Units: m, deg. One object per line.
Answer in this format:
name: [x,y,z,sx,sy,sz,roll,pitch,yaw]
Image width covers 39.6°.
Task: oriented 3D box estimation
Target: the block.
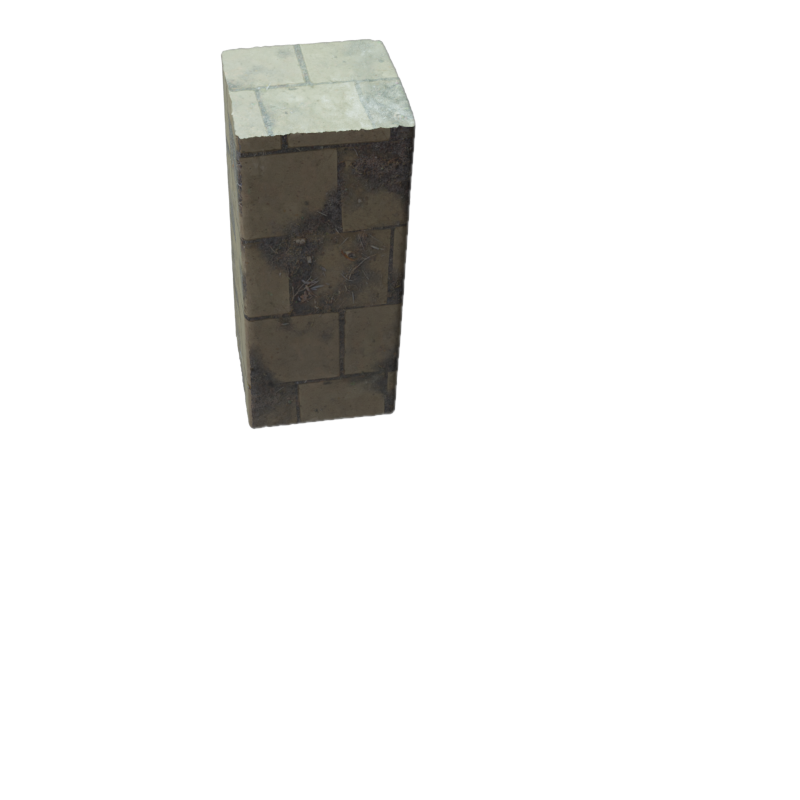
block: [-0.049,-0.090,0.630,0.090,0.192,0.097,-6,43,-10]
